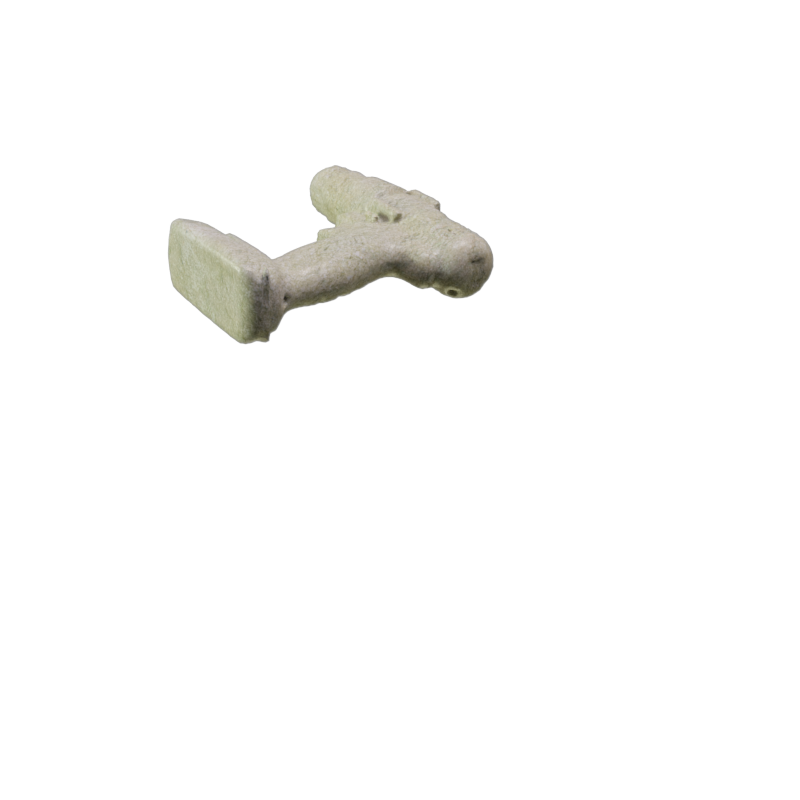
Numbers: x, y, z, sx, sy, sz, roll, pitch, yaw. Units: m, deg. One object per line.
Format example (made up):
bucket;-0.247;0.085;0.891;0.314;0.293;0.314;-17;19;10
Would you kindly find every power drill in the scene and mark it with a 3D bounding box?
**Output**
power drill;-0.059;-0.108;0.756;0.185;0.054;0.198;-19;35;-31
